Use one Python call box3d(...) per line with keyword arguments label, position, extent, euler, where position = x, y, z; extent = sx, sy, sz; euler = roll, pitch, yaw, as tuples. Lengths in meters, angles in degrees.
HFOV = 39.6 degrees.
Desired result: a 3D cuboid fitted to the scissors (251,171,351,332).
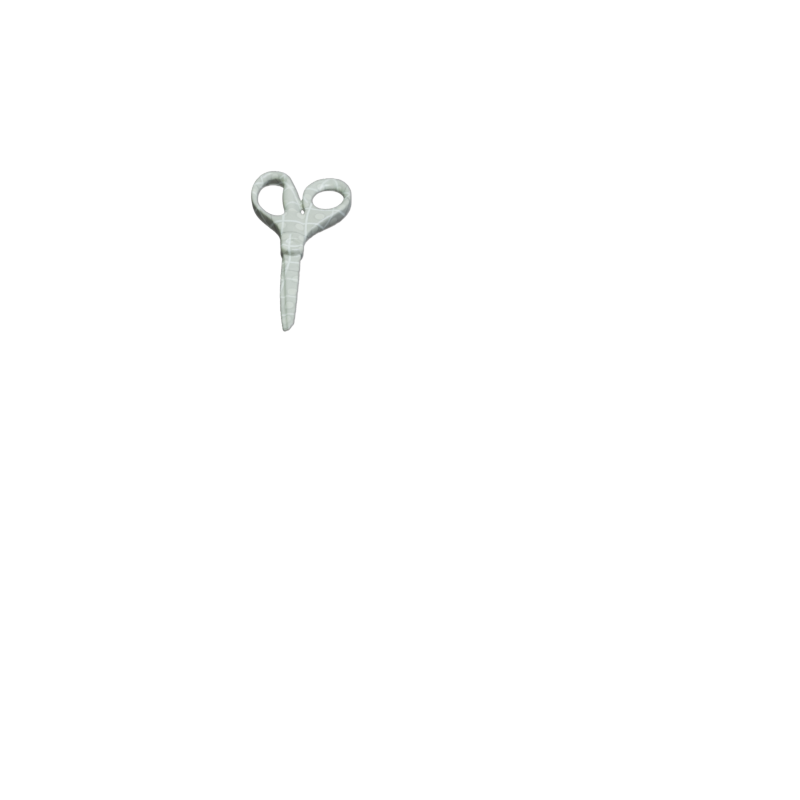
box3d(label="scissors", position=(-0.072, -0.131, 0.915), extent=(0.095, 0.015, 0.218), euler=(-11, 44, -12))
